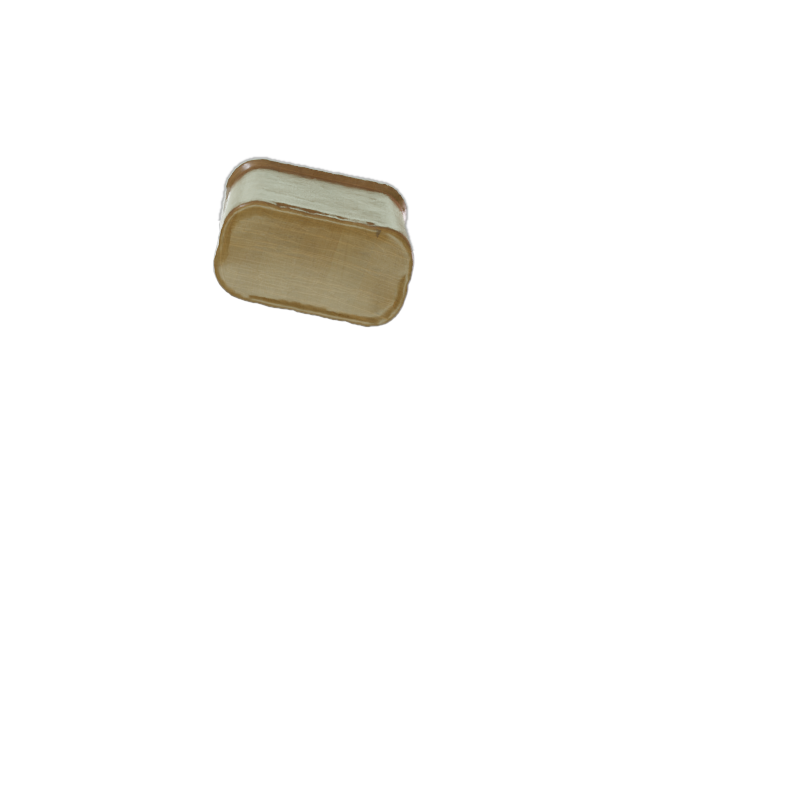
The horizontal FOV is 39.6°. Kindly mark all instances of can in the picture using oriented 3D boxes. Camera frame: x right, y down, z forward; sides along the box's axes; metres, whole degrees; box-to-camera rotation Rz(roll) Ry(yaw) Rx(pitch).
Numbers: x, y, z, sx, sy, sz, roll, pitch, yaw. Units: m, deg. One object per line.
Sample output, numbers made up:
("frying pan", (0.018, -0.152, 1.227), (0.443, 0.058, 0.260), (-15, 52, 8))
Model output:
("can", (-0.045, -0.082, 0.575), (0.101, 0.055, 0.088), (11, 22, -6))
